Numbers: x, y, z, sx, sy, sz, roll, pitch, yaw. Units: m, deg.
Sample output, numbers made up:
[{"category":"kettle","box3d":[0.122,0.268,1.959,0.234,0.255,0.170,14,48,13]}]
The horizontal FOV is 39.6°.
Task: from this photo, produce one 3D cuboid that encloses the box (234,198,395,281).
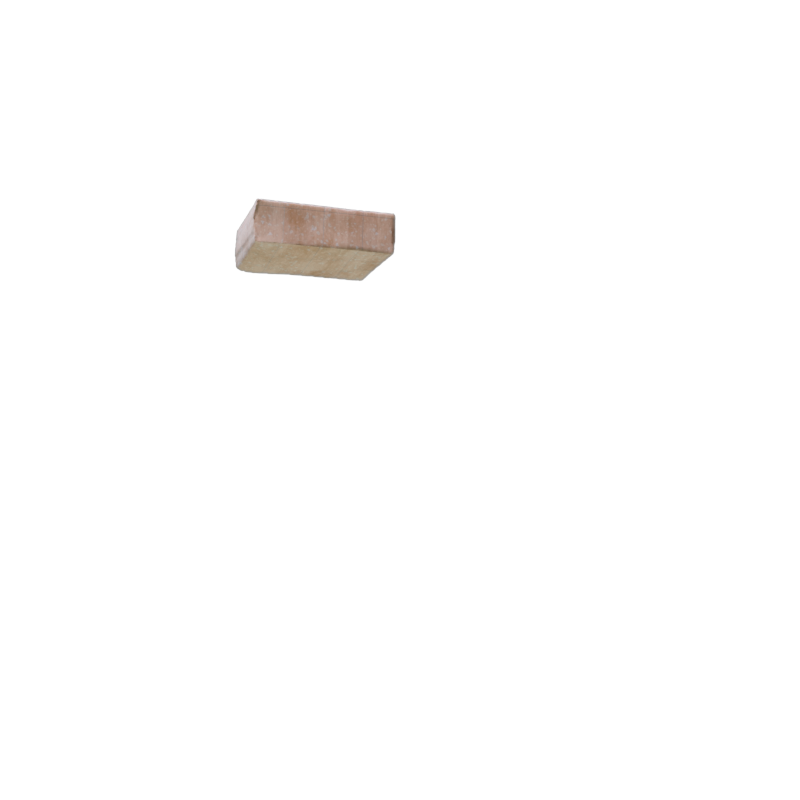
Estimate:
[{"category":"box","box3d":[-0.069,-0.126,0.884,0.111,0.040,0.089,3,-10,-15]}]
